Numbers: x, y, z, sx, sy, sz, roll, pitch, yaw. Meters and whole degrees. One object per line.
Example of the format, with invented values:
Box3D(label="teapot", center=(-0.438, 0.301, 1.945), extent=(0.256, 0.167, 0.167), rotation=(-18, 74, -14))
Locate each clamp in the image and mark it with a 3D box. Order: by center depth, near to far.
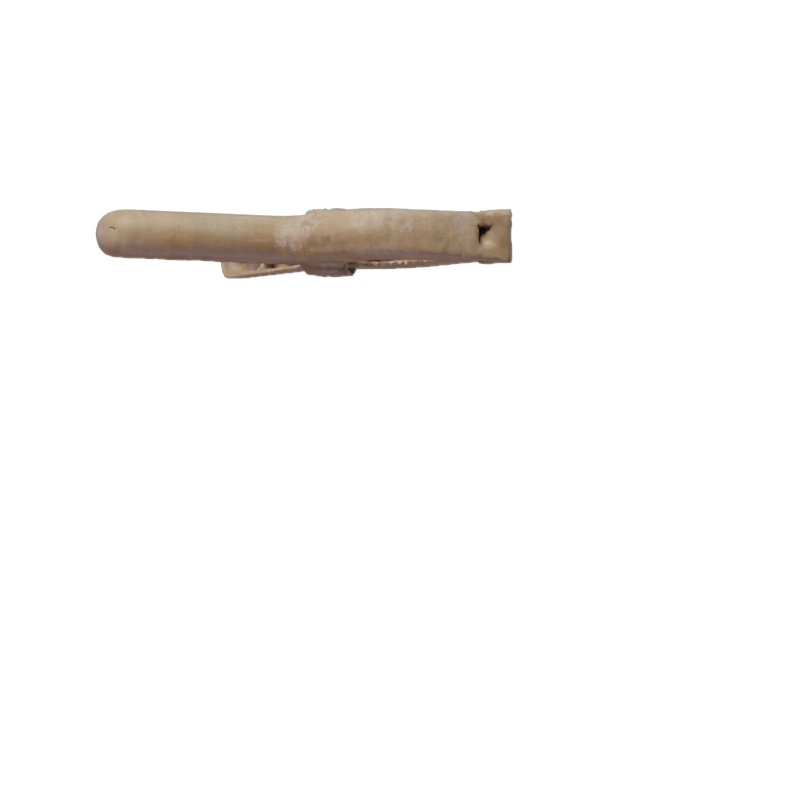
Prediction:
Box3D(label="clamp", center=(-0.047, -0.086, 0.603), extent=(0.216, 0.037, 0.159), rotation=(1, 2, 25))
